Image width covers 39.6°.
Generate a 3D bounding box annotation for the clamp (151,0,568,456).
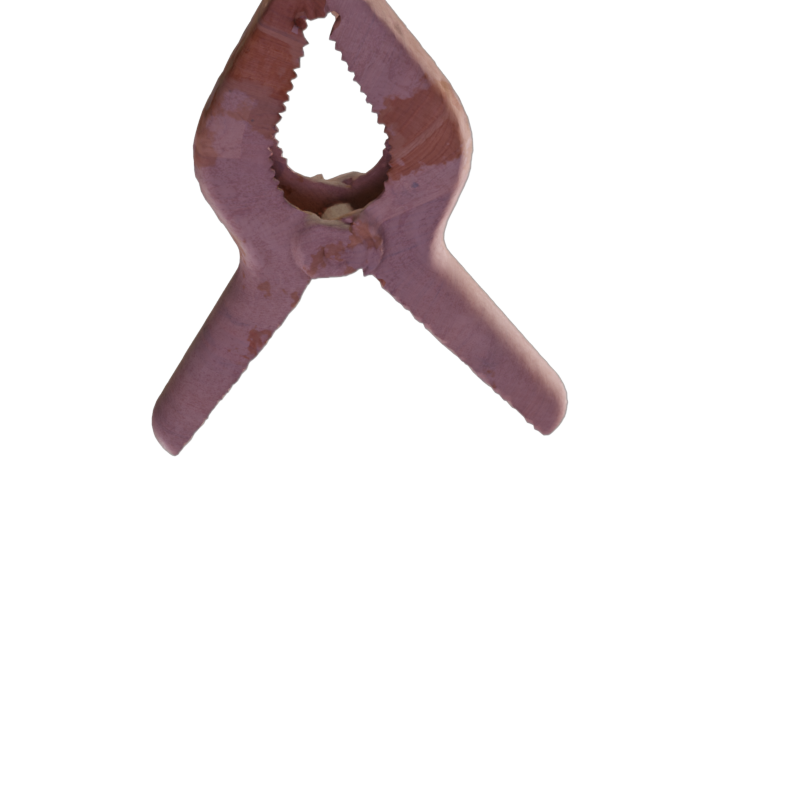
[{"bbox_3d":[-0.031,-0.057,0.397,0.165,0.195,0.039,-9,36,6],"label":"clamp"}]
